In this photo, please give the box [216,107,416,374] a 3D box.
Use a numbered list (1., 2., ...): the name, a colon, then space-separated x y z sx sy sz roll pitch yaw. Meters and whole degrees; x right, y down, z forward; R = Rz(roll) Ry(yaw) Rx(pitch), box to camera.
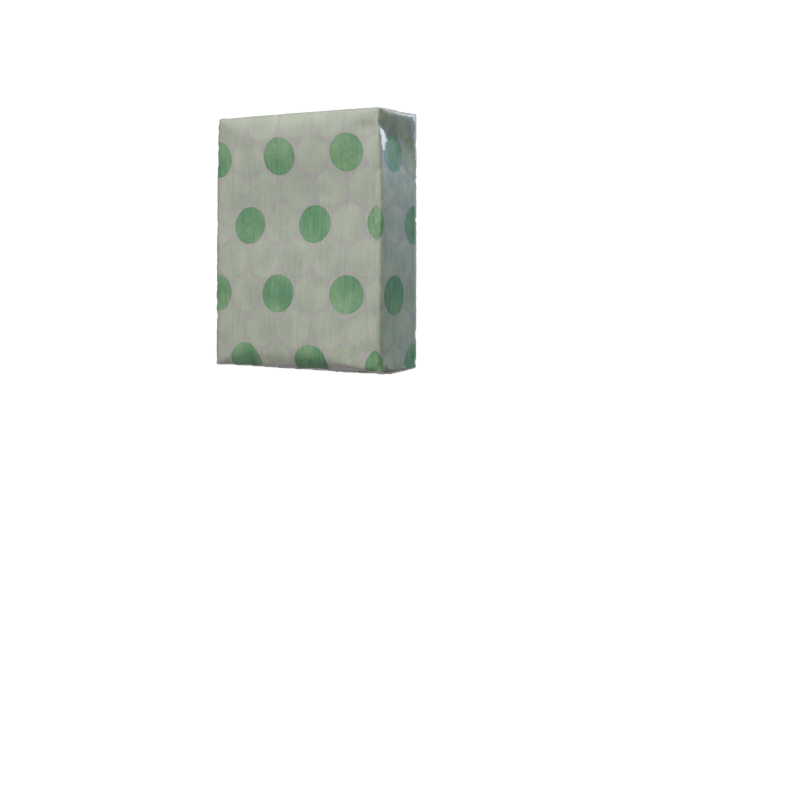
1. box: -0.073 -0.133 0.932 0.170 0.214 0.069 2 1 31
